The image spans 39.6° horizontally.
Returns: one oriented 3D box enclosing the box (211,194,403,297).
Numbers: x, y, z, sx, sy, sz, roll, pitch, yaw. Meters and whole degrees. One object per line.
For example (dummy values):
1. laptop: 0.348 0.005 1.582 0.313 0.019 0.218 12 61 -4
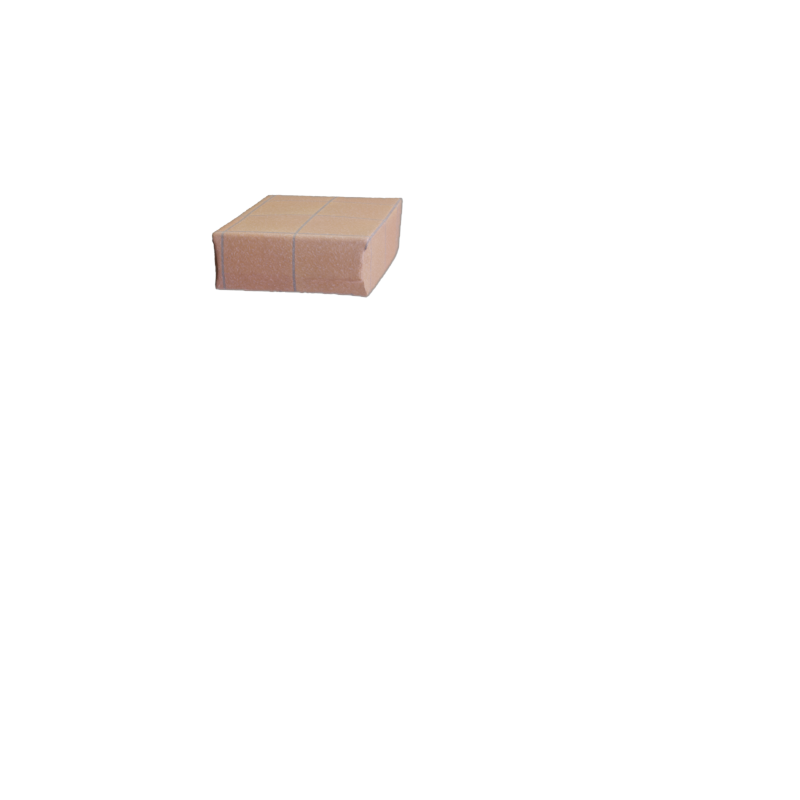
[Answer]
1. box: -0.051 -0.094 0.657 0.091 0.037 0.116 4 19 11
